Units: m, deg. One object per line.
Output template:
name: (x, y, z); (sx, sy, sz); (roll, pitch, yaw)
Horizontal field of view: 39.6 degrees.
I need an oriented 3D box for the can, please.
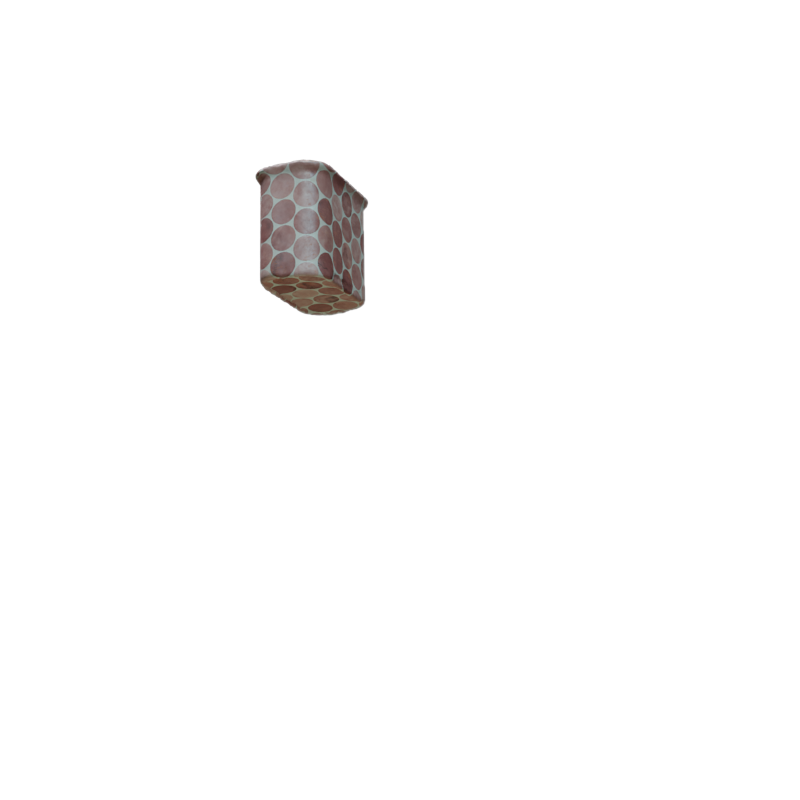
can: (-0.063, -0.114, 0.800); (0.059, 0.087, 0.096); (-8, -18, 21)
